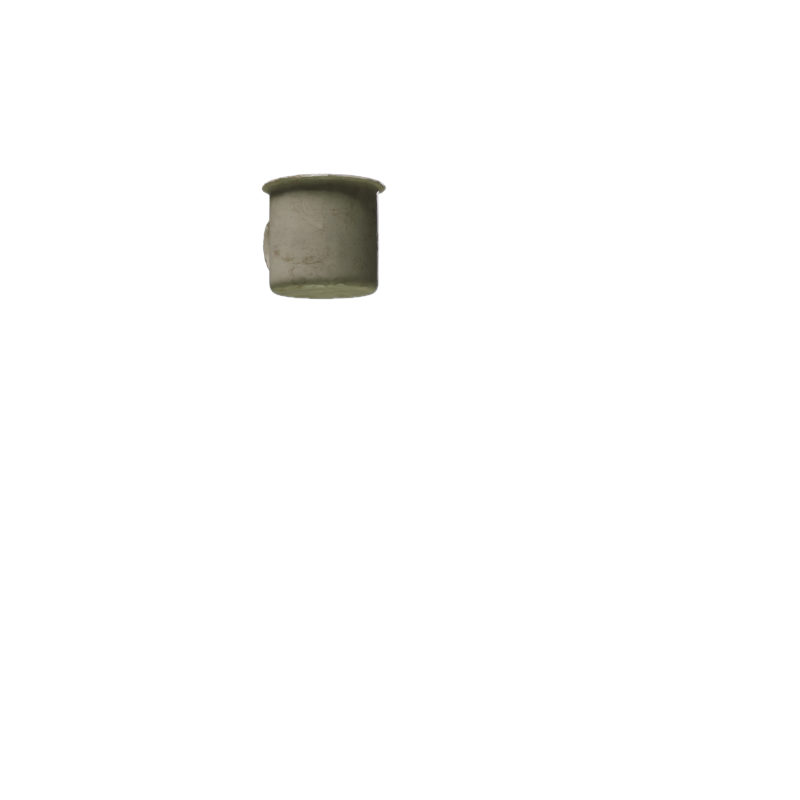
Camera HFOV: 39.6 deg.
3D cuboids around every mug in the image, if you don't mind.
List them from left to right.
[{"bbox_3d":[-0.065,-0.119,0.836,0.089,0.083,0.121,4,-6,-43],"label":"mug"}]
